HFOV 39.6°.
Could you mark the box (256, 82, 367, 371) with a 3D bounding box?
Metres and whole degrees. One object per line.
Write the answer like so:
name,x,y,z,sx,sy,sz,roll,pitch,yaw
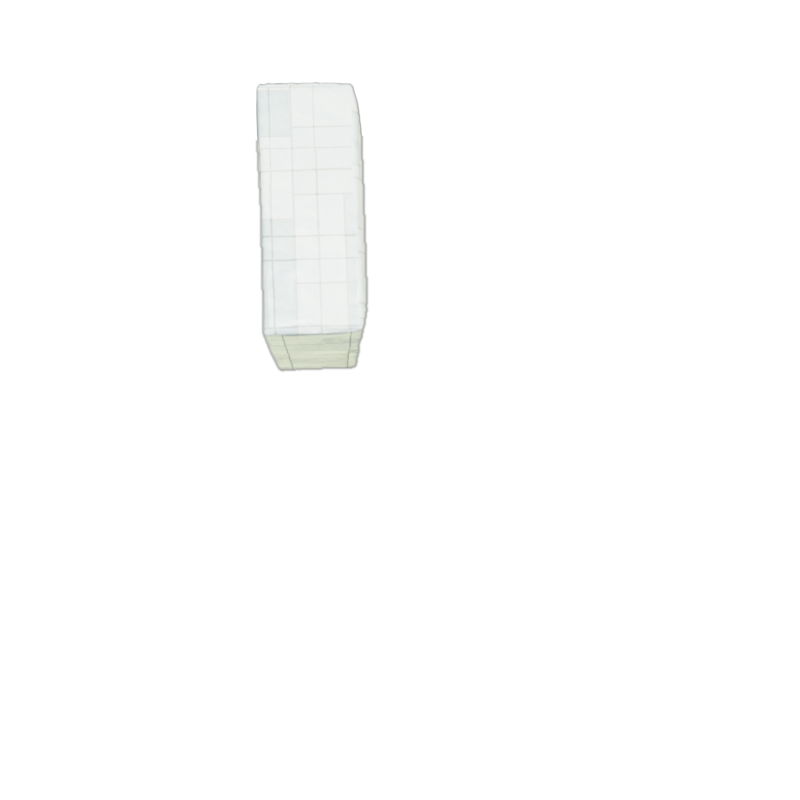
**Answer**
box,-0.062,-0.113,0.792,0.072,0.169,0.209,-3,-8,-4
